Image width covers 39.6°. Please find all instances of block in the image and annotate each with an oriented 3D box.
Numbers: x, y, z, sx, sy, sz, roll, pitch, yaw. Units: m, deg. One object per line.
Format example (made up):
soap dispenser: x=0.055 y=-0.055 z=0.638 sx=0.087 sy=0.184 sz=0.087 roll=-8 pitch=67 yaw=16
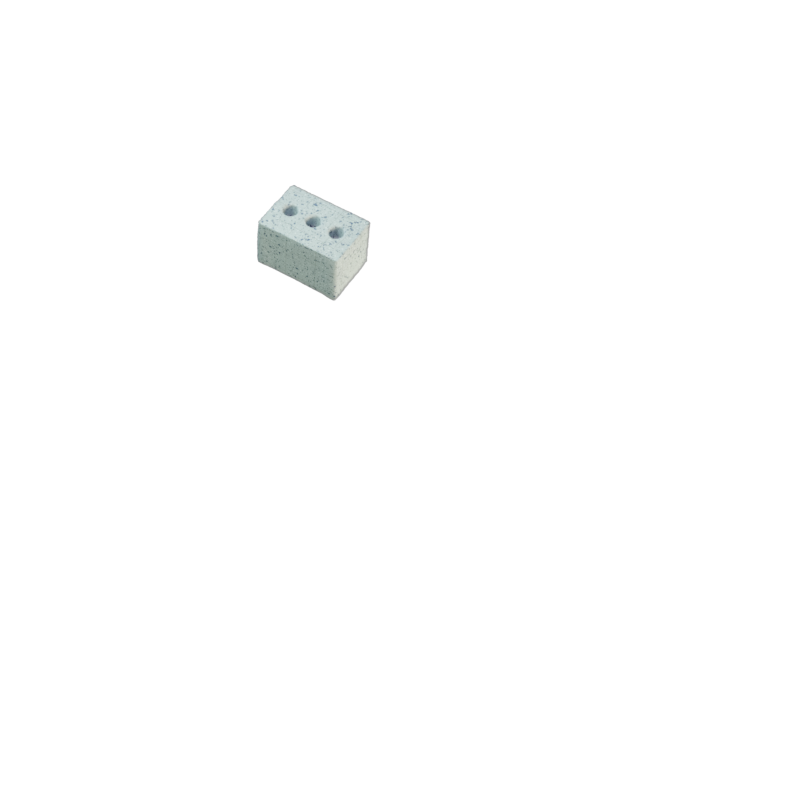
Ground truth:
block: x=-0.070 y=-0.128 z=0.899 sx=0.081 sy=0.054 sz=0.048 roll=27 pitch=-34 yaw=18
